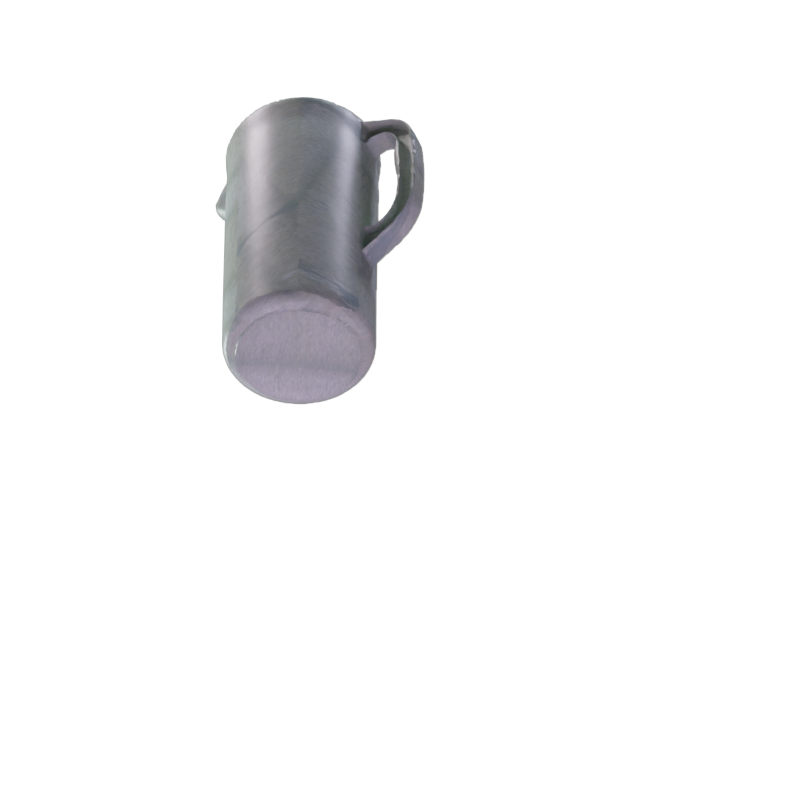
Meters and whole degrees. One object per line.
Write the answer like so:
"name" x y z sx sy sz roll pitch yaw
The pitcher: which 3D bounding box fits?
"pitcher" -0.067 -0.122 0.854 0.142 0.142 0.261 12 41 -15
